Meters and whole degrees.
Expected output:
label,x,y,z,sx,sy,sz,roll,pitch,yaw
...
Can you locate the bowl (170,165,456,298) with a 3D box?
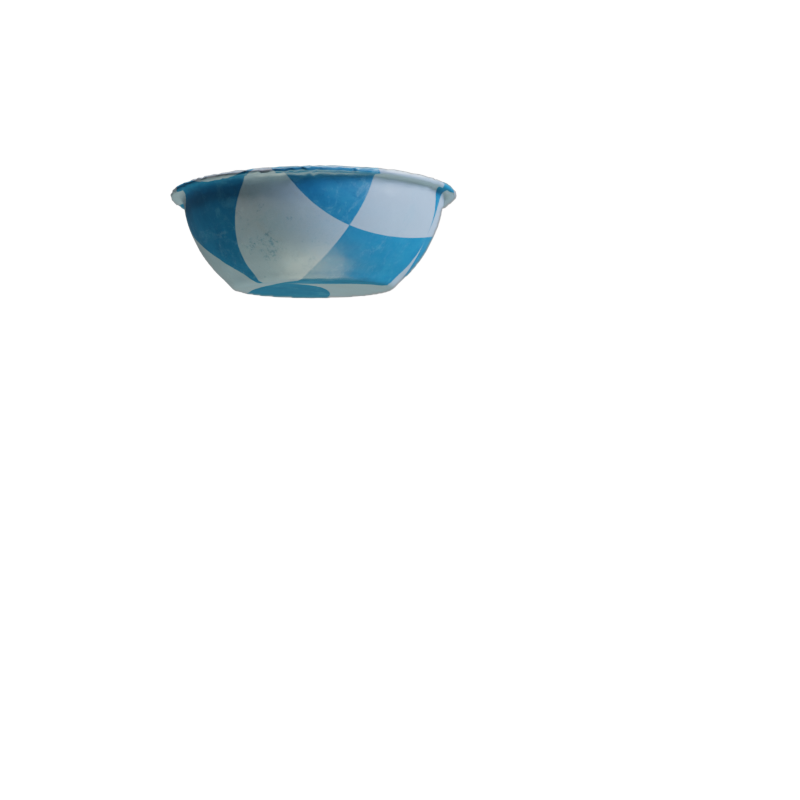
label,x,y,z,sx,sy,sz,roll,pitch,yaw
bowl,-0.049,-0.089,0.627,0.162,0.056,0.160,0,-2,-2
